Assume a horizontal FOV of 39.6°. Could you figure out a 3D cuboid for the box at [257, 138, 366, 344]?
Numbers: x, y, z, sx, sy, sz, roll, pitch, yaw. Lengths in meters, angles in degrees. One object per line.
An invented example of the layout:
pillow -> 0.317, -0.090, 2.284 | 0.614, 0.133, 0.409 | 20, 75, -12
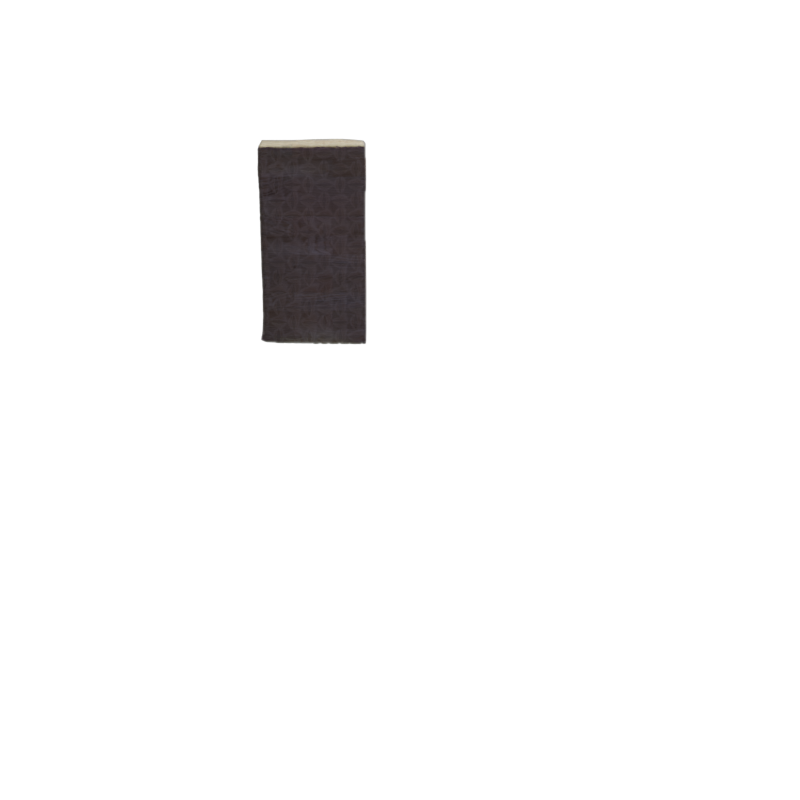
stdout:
box -> -0.075, -0.138, 0.964 | 0.093, 0.171, 0.049 | 1, 13, 1
